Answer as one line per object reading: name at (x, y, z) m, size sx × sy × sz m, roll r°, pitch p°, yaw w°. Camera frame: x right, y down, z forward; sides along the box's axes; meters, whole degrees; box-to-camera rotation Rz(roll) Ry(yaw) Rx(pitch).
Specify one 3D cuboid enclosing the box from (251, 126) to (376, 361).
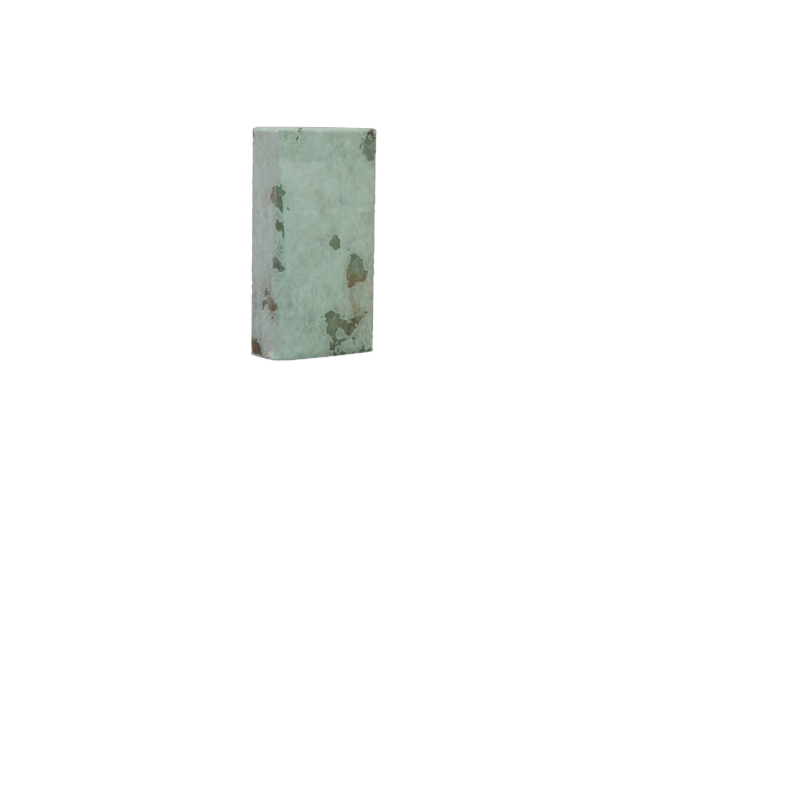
box at (-0.067, -0.122, 0.855) m, size 0.090 × 0.174 × 0.050 m, roll -4°, pitch 6°, yaw -36°
